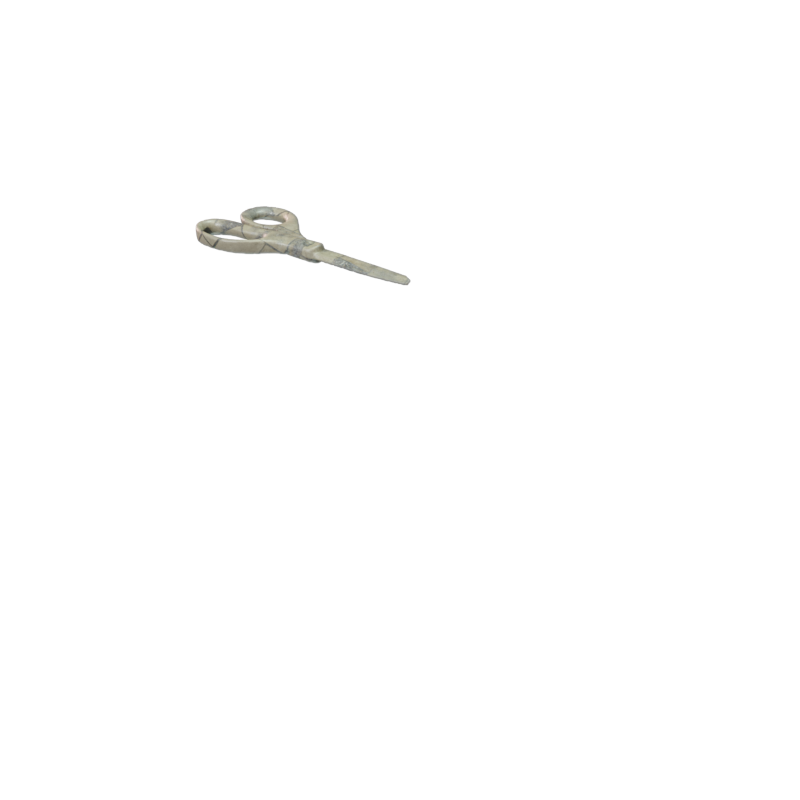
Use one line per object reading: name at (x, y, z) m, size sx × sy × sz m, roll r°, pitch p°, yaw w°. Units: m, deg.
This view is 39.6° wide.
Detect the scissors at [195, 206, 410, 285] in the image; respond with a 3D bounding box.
scissors at (-0.072, -0.130, 0.914) m, size 0.209 × 0.015 × 0.098 m, roll 12°, pitch 31°, yaw 21°
